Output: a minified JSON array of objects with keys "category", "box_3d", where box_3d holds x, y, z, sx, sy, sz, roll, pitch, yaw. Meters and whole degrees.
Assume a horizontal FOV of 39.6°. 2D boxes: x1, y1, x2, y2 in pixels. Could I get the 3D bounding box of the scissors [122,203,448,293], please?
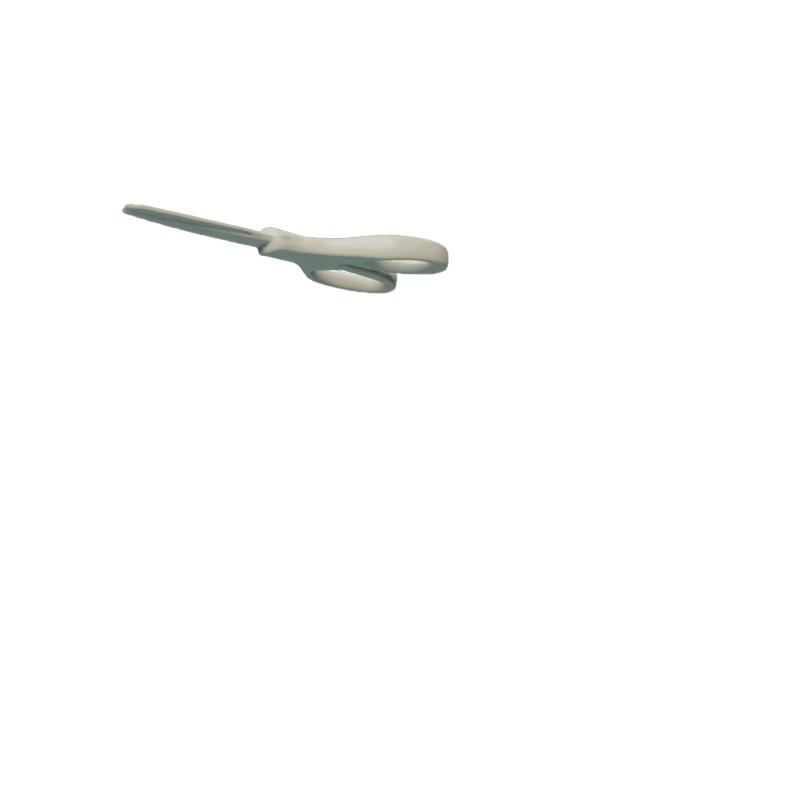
[{"category":"scissors","box_3d":[-0.047,-0.086,0.604,0.099,0.016,0.191,-5,-10,31]}]
